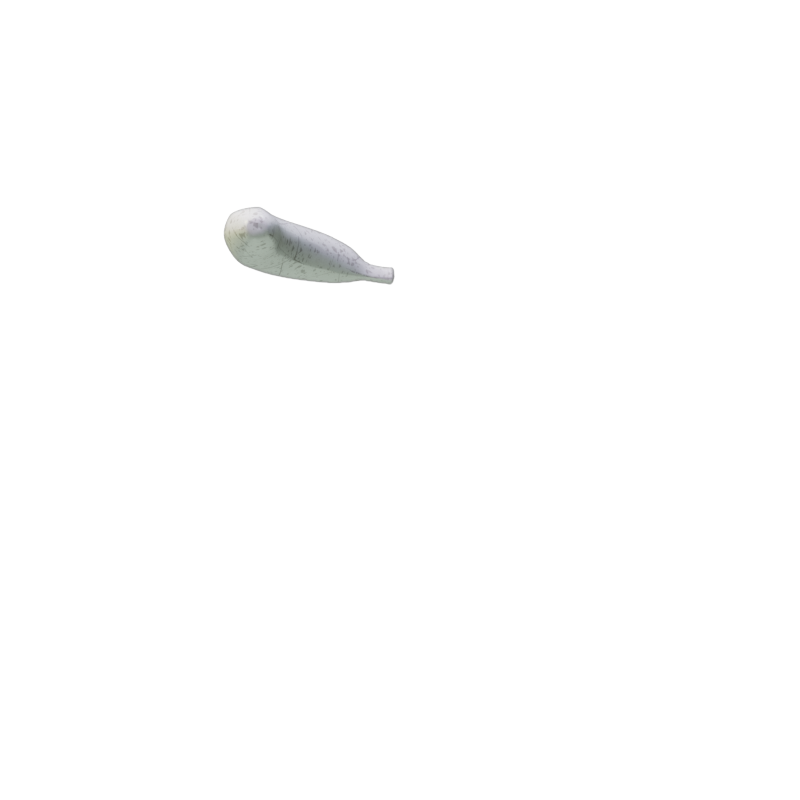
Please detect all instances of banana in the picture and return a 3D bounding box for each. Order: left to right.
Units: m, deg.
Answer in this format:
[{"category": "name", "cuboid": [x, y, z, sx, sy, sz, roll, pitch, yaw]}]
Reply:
[{"category": "banana", "cuboid": [-0.072, -0.103, 0.733, 0.071, 0.037, 0.190, -1, -2, 25]}]
